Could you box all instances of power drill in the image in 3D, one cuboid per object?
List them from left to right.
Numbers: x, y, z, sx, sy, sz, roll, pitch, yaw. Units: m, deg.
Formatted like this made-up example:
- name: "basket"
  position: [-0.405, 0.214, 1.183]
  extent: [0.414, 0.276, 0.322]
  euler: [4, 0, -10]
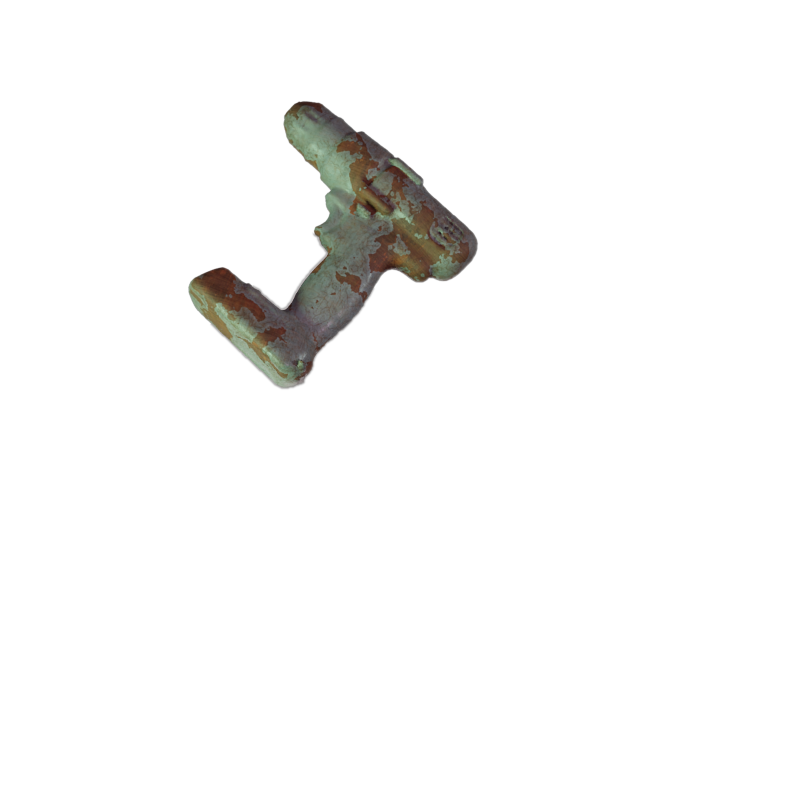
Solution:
- name: "power drill"
  position: [-0.064, -0.117, 0.820]
  extent: [0.192, 0.190, 0.054]
  euler: [42, -17, 15]
